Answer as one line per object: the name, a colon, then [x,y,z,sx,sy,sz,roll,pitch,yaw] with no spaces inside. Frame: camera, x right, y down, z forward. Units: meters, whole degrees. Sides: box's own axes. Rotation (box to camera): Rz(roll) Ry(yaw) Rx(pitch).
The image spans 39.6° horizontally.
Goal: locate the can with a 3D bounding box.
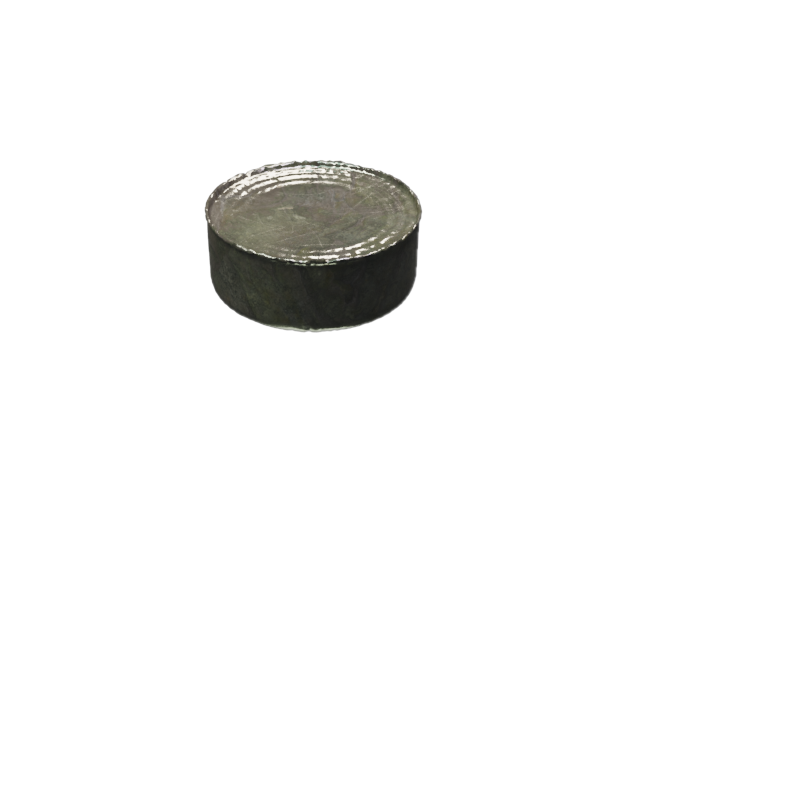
can: [-0.035,-0.064,0.447,0.086,0.031,0.092,-1,35,-2]
